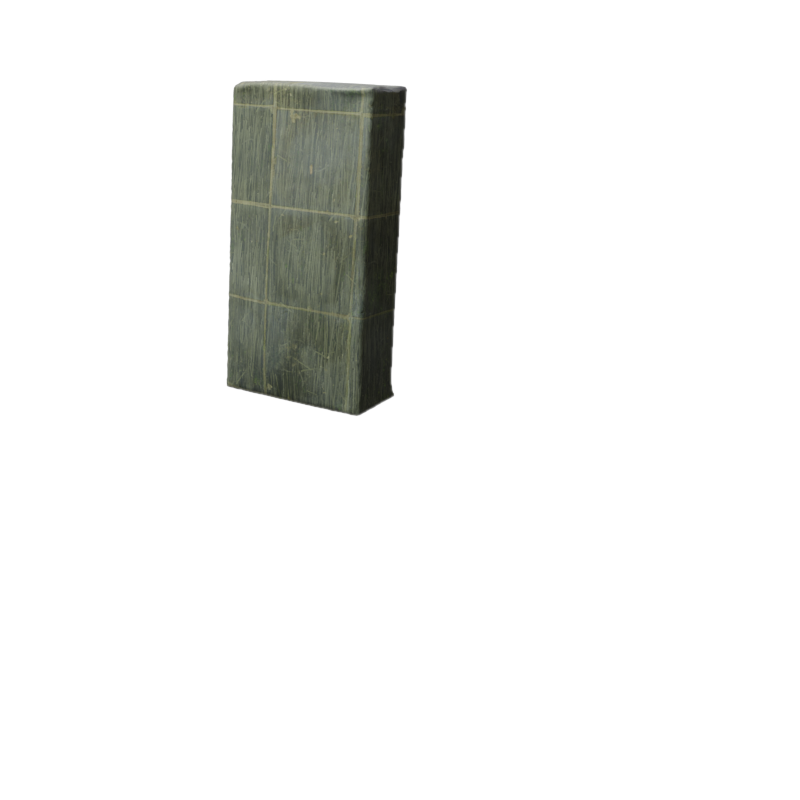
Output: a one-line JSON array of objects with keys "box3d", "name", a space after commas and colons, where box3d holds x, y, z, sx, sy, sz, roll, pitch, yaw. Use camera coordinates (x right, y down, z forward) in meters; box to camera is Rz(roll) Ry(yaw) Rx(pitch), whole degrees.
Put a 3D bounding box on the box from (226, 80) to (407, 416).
[{"box3d": [-0.049, -0.088, 0.617, 0.097, 0.171, 0.047, 8, 14, 30], "name": "box"}]
